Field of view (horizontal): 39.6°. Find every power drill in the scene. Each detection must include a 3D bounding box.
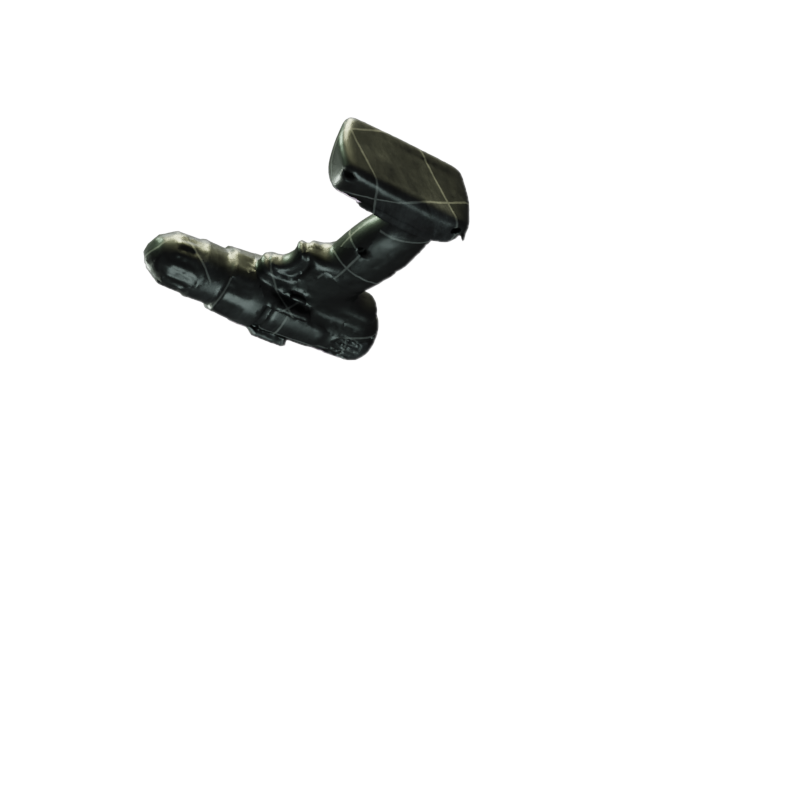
[{"bbox_3d":[-0.059,-0.108,0.755,0.176,0.061,0.184,21,-40,-28],"label":"power drill"}]
